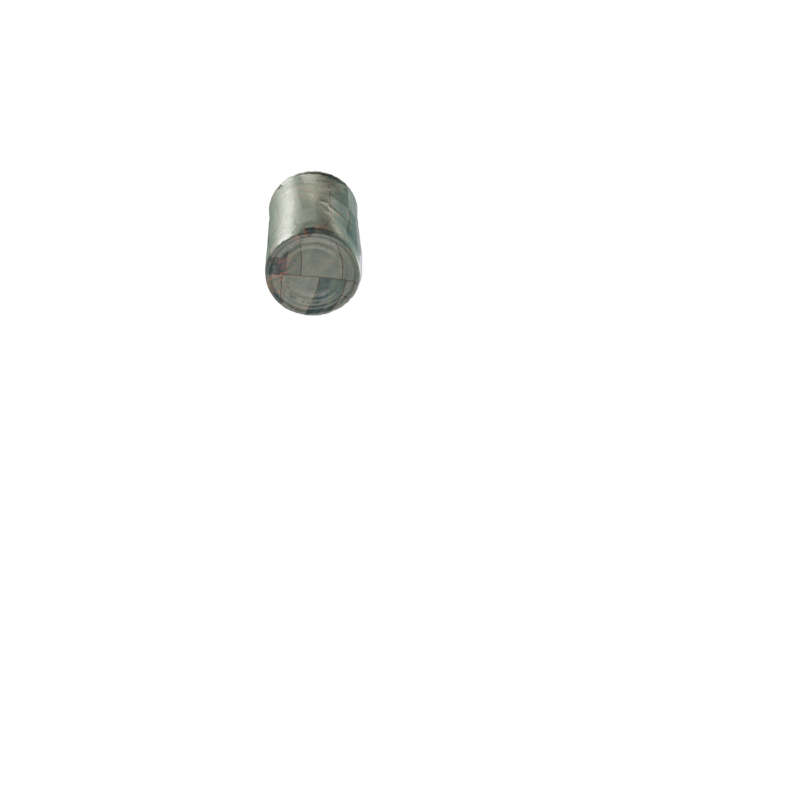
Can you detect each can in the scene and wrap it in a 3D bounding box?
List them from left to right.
[{"bbox_3d":[-0.063,-0.115,0.802,0.068,0.064,0.109,-1,32,-3],"label":"can"}]
